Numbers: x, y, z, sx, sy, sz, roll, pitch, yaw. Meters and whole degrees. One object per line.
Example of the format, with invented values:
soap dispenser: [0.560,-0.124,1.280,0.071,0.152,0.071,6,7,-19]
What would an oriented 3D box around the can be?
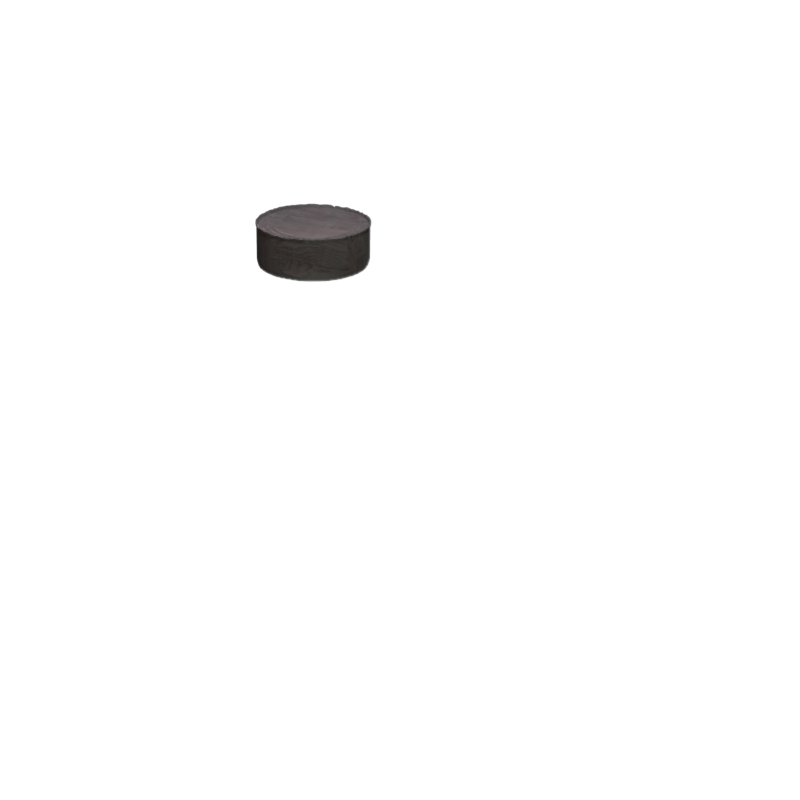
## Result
can: [-0.064,-0.117,0.821,0.086,0.032,0.090,-1,25,-2]
